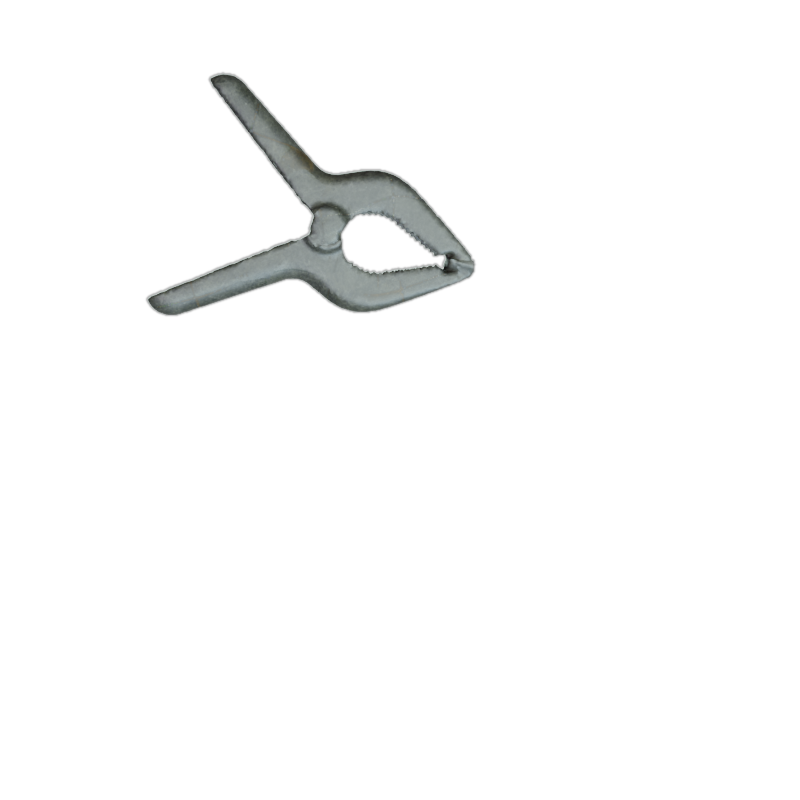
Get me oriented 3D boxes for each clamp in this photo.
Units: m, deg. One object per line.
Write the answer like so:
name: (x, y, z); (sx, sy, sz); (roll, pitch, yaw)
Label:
clamp: (-0.058, -0.105, 0.737); (0.210, 0.165, 0.036); (22, -1, 0)
